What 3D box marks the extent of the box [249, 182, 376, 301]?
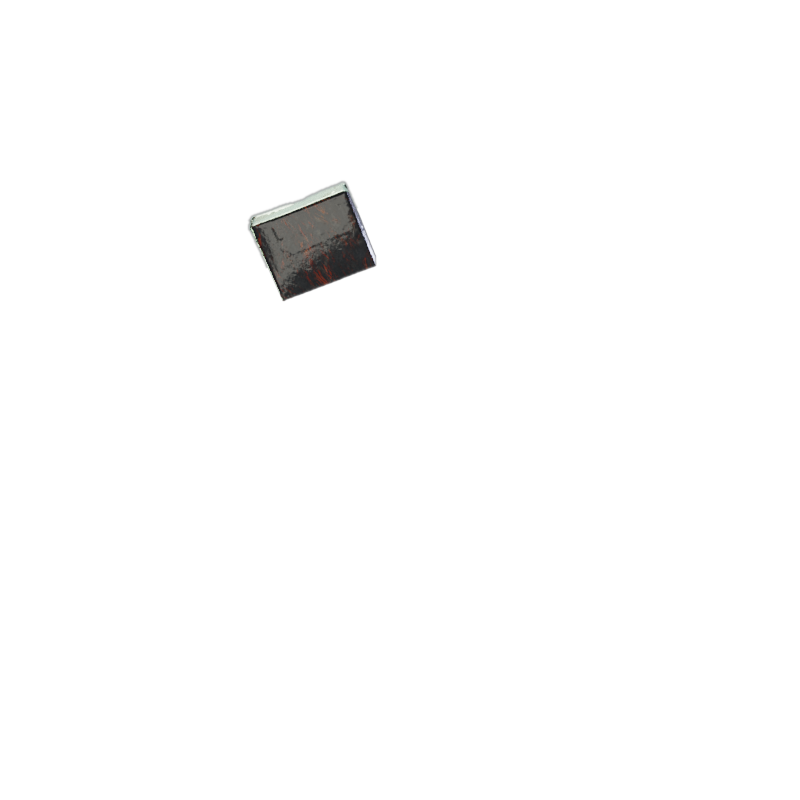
[{"bbox_3d":[-0.074,-0.134,0.942,0.089,0.069,0.032,-20,21,7],"label":"box"}]
